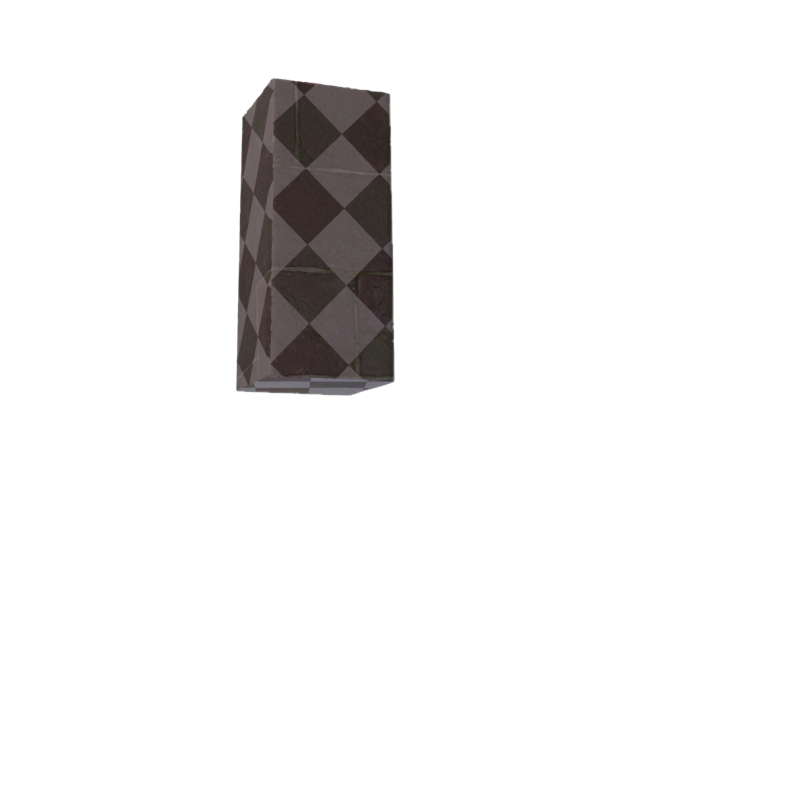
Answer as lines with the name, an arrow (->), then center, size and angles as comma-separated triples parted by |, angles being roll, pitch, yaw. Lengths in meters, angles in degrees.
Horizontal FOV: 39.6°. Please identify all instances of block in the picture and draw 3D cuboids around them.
block -> -0.062, -0.112, 0.789 | 0.088, 0.213, 0.090 | 4, -14, -20
